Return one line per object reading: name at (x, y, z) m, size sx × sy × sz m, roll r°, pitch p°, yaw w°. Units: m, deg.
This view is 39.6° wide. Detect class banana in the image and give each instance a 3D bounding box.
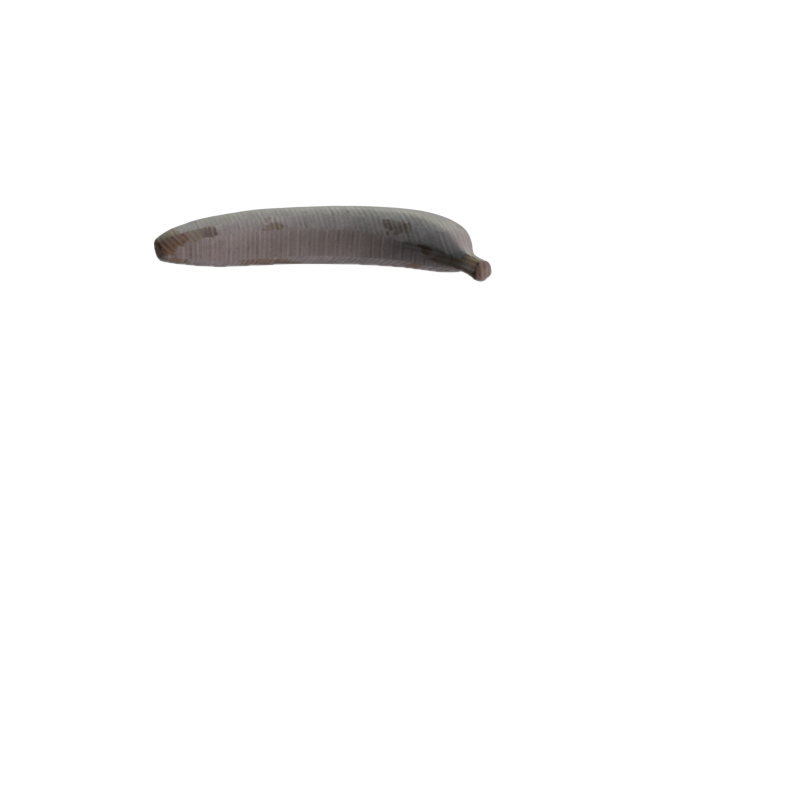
banana at (-0.044, -0.096, 0.658) m, size 0.201 × 0.036 × 0.070 m, roll 3°, pitch 13°, yaw 12°
